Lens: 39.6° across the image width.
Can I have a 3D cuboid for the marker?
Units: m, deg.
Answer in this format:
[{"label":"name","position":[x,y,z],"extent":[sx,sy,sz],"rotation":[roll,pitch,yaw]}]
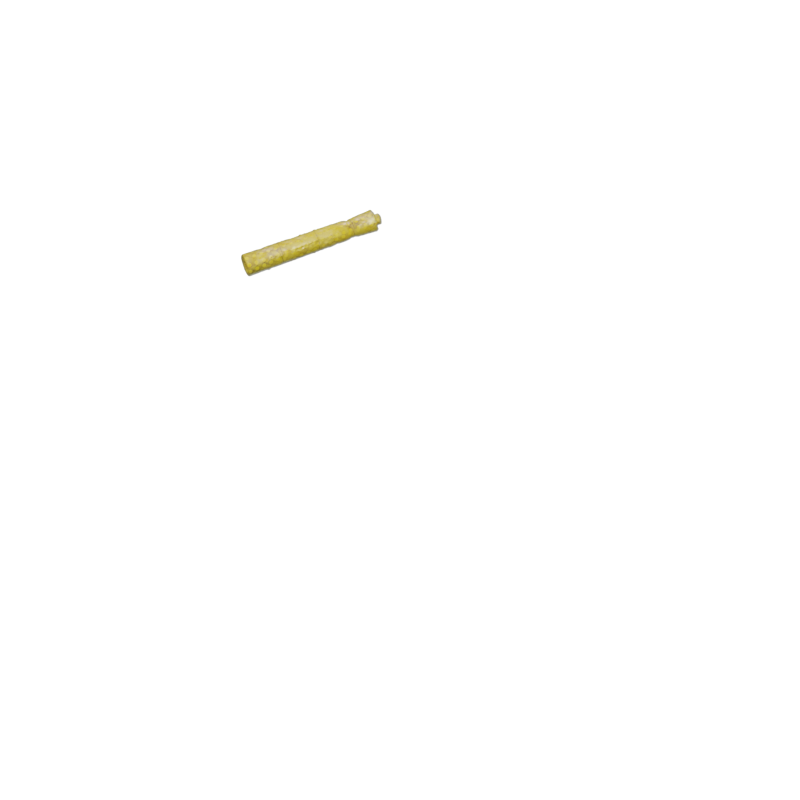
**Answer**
[{"label":"marker","position":[-0.071,-0.130,0.913],"extent":[0.120,0.019,0.020],"rotation":[-21,9,-13]}]
